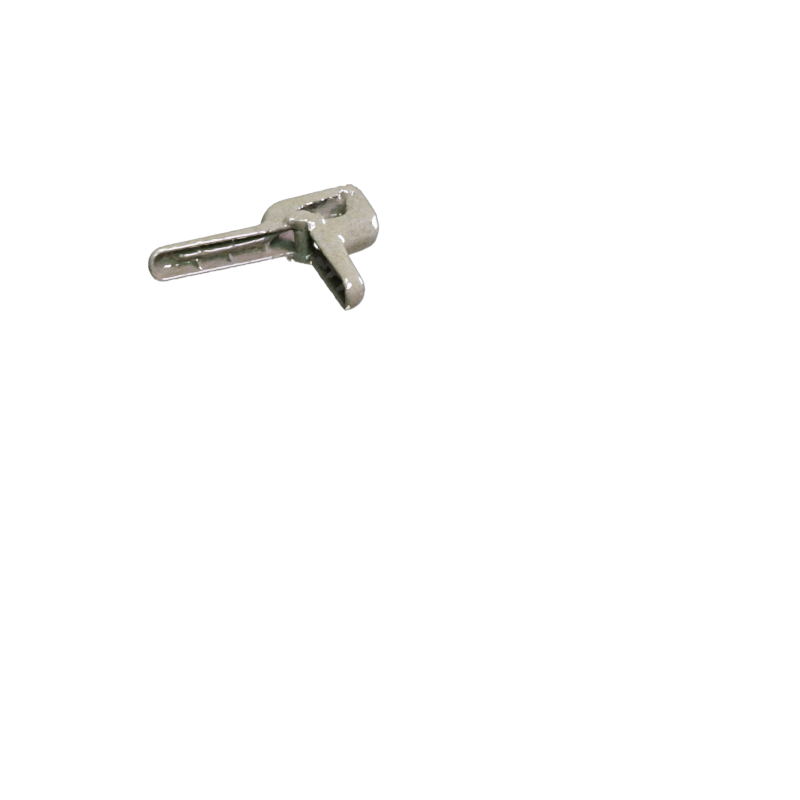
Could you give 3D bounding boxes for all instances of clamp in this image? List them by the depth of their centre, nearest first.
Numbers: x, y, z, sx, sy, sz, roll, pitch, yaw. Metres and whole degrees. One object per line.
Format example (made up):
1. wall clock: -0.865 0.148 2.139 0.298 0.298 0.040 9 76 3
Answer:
1. clamp: -0.066 -0.120 0.844 0.172 0.035 0.212 14 30 25
